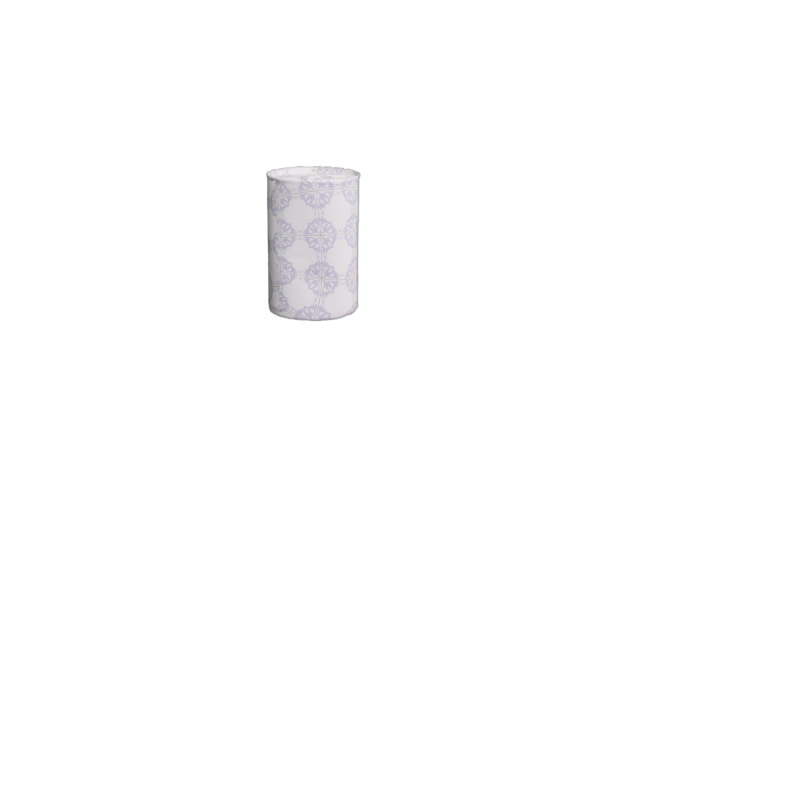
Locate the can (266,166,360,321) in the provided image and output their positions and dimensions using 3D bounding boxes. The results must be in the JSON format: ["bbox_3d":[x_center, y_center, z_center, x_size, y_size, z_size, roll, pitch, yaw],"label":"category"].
[{"bbox_3d":[-0.063,-0.115,0.807,0.068,0.099,0.071,0,15,-2],"label":"can"}]
